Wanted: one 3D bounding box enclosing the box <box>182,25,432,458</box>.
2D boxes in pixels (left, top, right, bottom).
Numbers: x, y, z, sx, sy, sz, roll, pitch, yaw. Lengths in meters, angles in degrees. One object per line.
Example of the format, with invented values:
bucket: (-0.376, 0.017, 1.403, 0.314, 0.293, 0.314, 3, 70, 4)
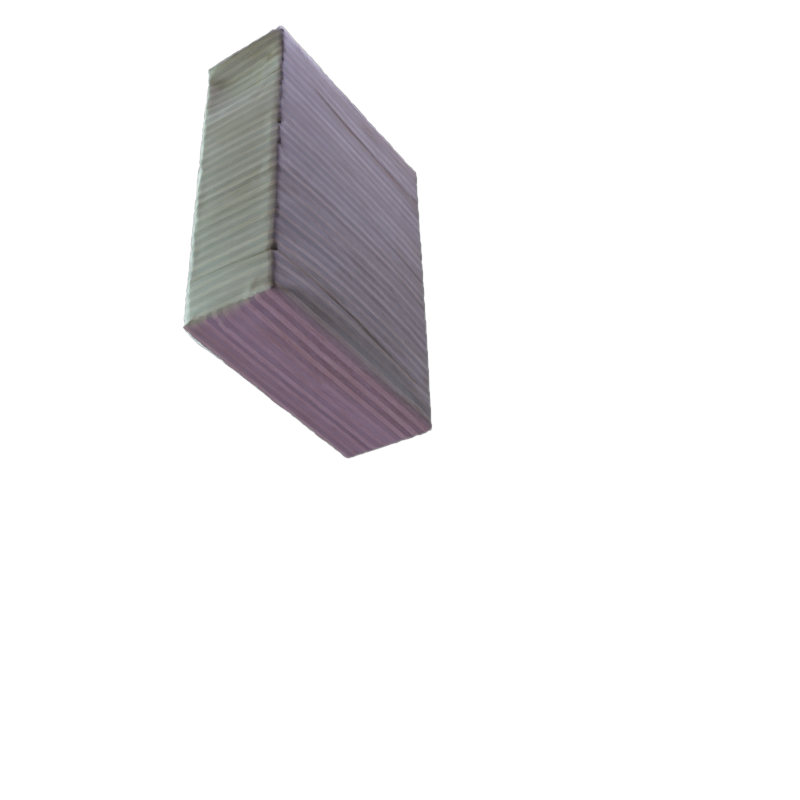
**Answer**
box: (-0.054, -0.098, 0.684, 0.072, 0.229, 0.152, -24, -42, 25)
